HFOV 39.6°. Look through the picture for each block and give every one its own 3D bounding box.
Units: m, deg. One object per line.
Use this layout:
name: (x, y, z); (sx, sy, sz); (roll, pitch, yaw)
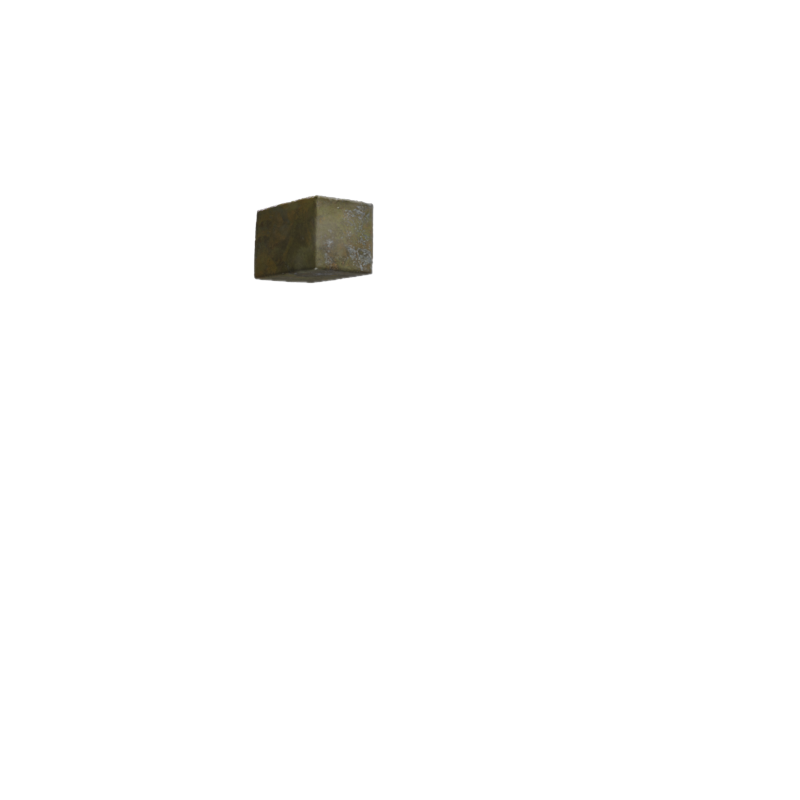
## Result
block: (-0.062, -0.113, 0.793); (0.050, 0.052, 0.080); (3, -4, -39)
